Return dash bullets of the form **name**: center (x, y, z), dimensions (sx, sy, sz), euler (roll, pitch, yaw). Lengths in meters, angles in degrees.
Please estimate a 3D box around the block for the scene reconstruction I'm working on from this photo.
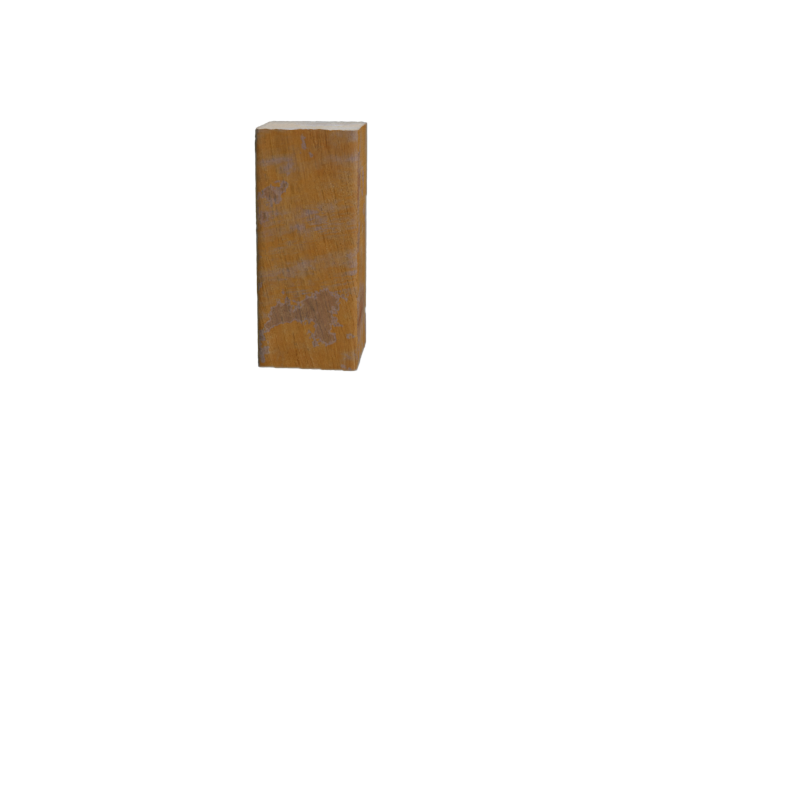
- **block**: center (-0.077, -0.139, 0.975), dimensions (0.091, 0.200, 0.093), euler (2, 13, 4)
